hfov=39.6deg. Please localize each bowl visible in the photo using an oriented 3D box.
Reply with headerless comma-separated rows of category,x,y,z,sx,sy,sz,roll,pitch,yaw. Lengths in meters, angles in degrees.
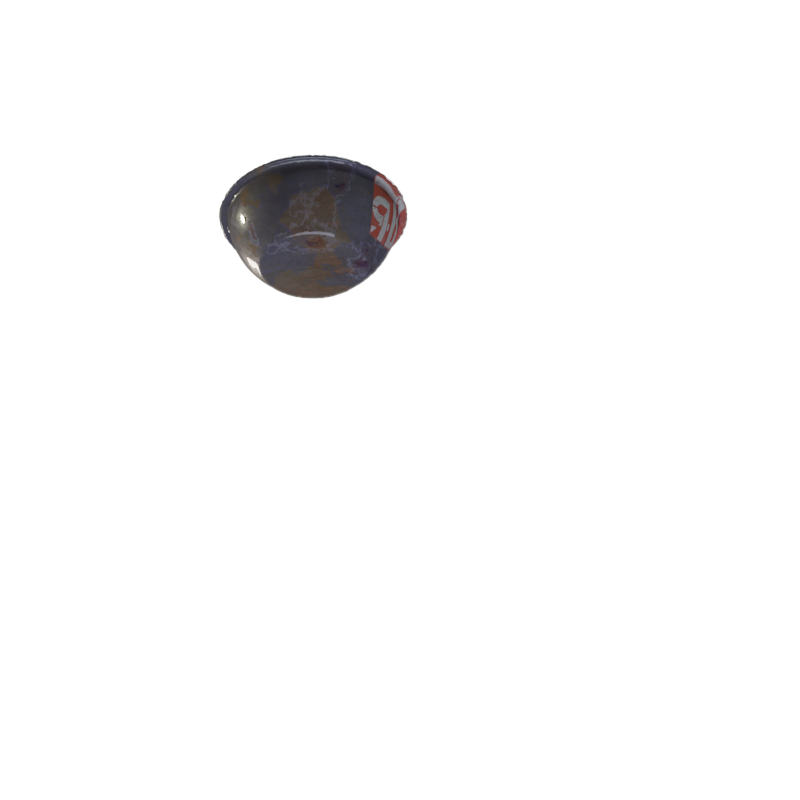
bowl,-0.074,-0.134,0.939,0.162,0.059,0.152,1,-34,-2
